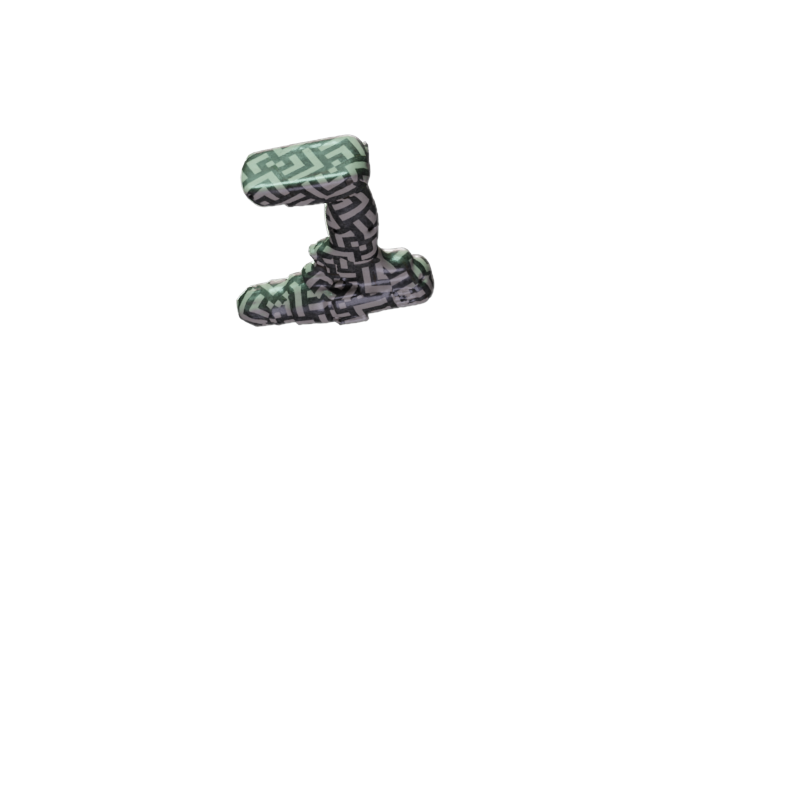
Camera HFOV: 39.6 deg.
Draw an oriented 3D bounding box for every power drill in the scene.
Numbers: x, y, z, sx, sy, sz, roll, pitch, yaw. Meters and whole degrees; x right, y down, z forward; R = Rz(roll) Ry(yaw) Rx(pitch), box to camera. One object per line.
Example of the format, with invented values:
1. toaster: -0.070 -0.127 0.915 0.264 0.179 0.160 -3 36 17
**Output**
1. power drill: -0.076 -0.138 0.967 0.186 0.062 0.173 -9 -40 11
